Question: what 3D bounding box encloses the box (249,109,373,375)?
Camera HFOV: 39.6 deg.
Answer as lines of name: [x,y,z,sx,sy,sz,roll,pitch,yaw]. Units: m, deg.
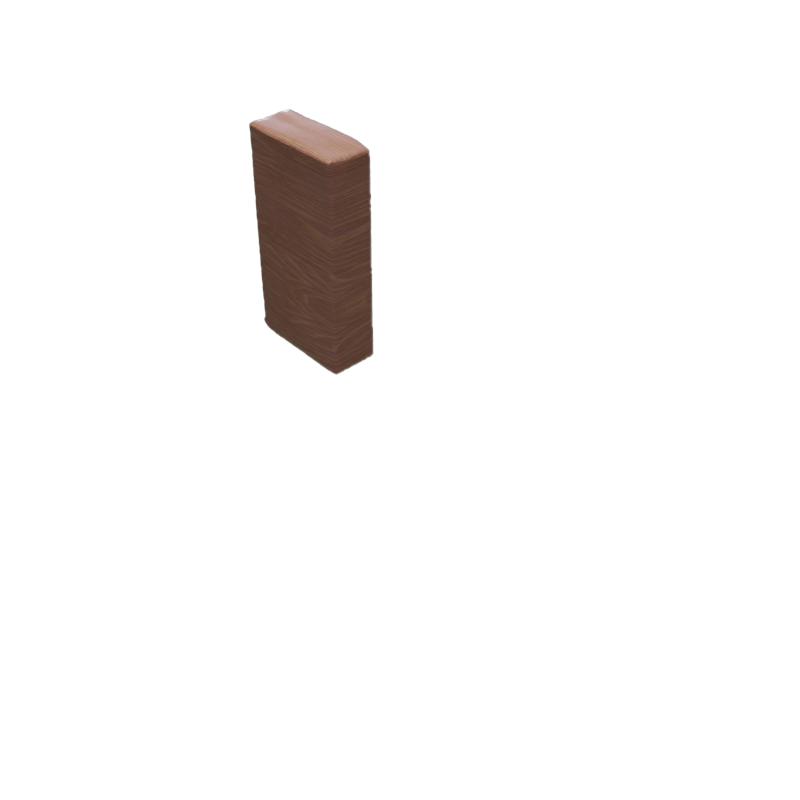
box: [-0.064,-0.117,0.816,0.048,0.166,0.100,-22,40,-34]
